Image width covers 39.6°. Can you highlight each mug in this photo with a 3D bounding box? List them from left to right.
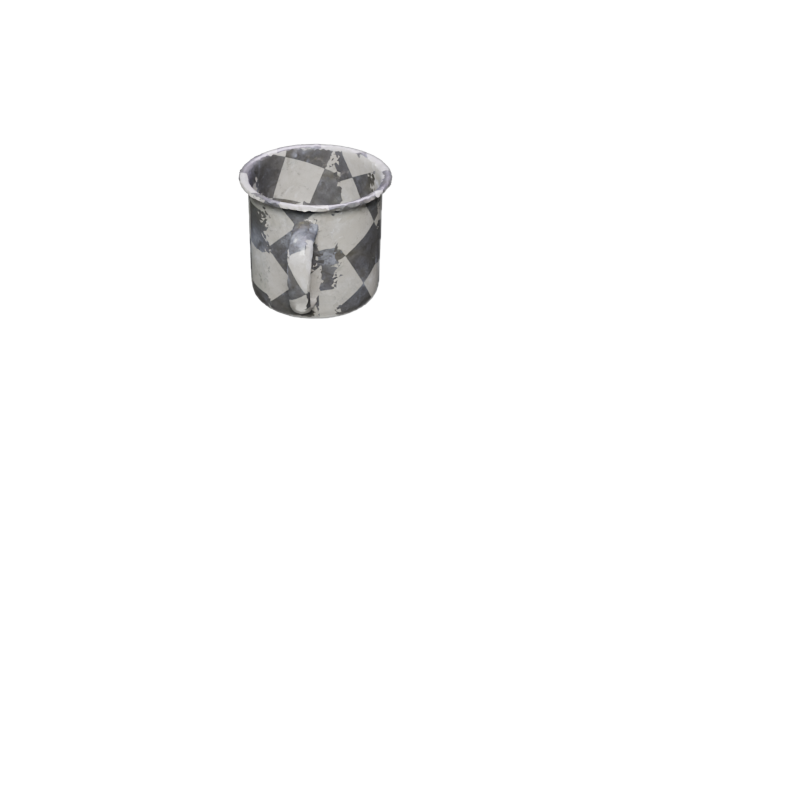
[{"bbox_3d":[-0.053,-0.097,0.680,0.094,0.077,0.124,2,33,2],"label":"mug"}]
